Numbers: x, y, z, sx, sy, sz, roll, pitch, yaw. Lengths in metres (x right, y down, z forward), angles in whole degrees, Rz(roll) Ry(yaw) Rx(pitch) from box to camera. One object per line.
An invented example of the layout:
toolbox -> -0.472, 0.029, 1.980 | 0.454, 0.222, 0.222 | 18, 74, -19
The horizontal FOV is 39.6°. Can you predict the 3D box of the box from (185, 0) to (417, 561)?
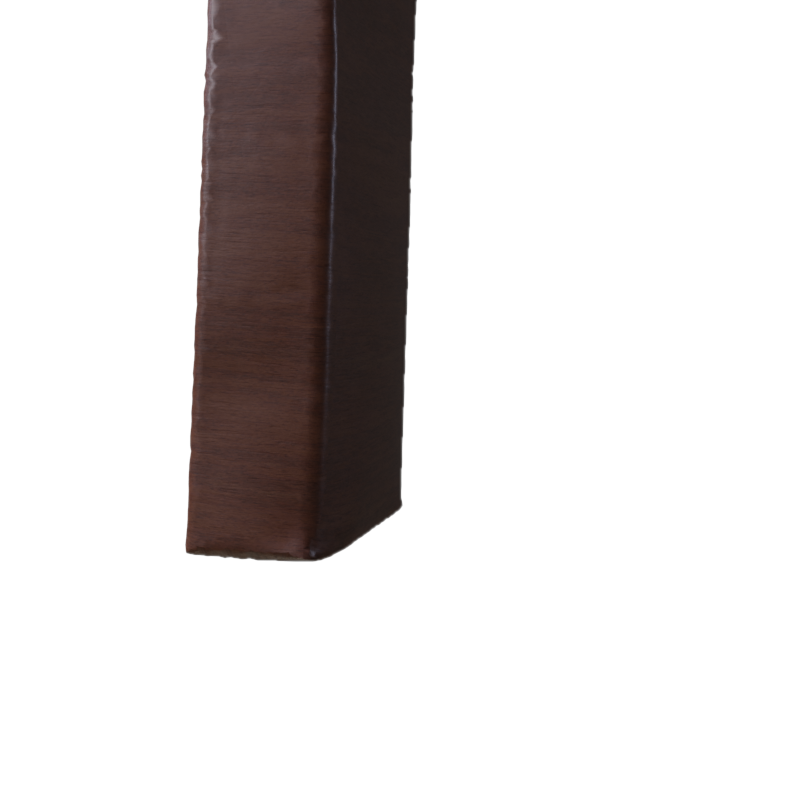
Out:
box -> -0.027, -0.049, 0.340 | 0.049, 0.177, 0.091 | -1, -2, 15
